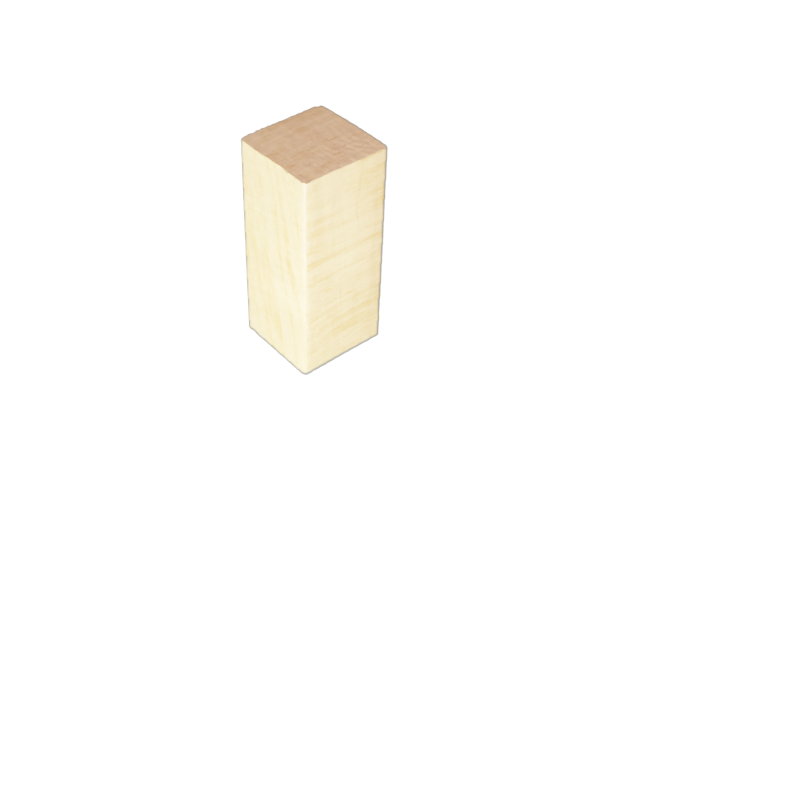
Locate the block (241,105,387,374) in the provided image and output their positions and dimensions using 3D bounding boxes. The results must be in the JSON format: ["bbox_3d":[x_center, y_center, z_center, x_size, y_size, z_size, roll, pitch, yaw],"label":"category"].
[{"bbox_3d":[-0.076,-0.139,0.970,0.090,0.192,0.097,-29,50,-31],"label":"block"}]
